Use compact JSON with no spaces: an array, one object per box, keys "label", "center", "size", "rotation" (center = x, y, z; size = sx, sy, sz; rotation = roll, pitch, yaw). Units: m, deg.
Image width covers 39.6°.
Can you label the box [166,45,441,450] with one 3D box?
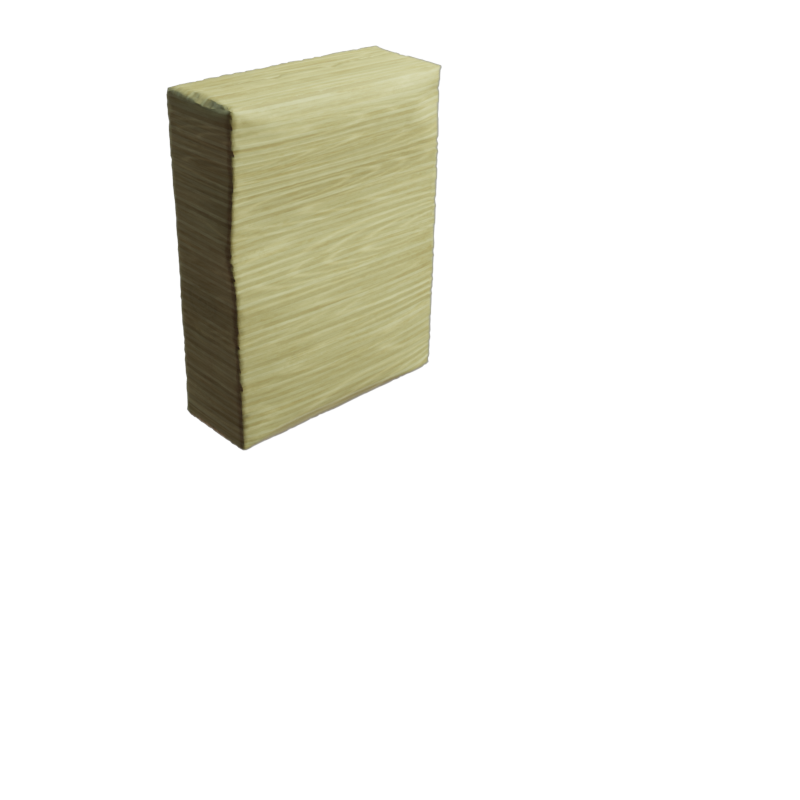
[{"label":"box","center":[-0.054,-0.098,0.689],"size":[0.162,0.203,0.077],"rotation":[-22,34,-38]}]
